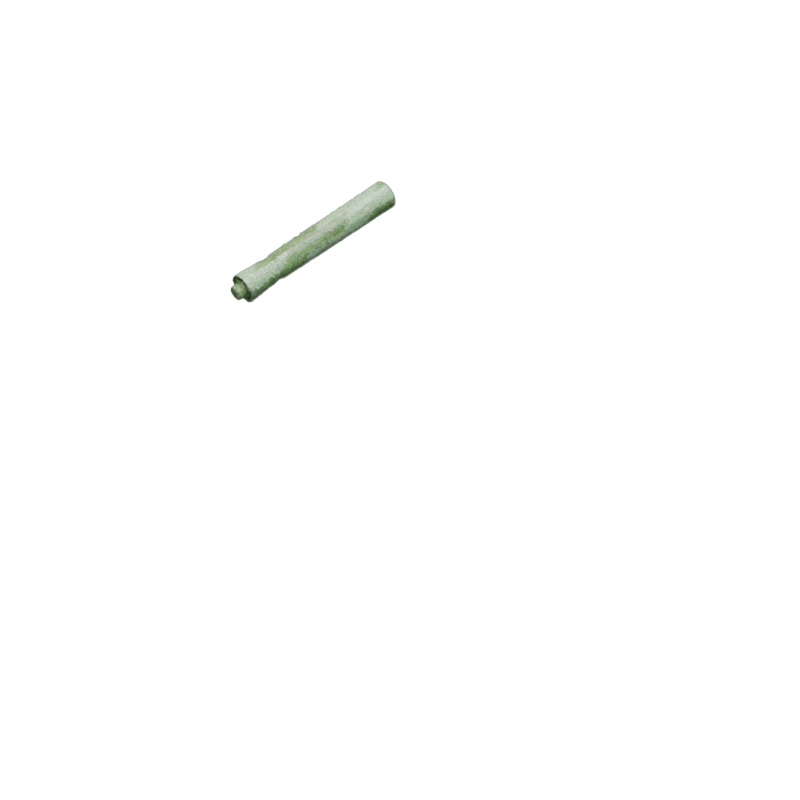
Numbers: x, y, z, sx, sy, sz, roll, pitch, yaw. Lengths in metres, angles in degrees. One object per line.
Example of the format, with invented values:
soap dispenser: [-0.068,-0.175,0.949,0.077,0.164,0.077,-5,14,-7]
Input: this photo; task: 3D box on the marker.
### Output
marker: [-0.052,-0.095,0.667,0.122,0.019,0.020,-38,22,-25]
